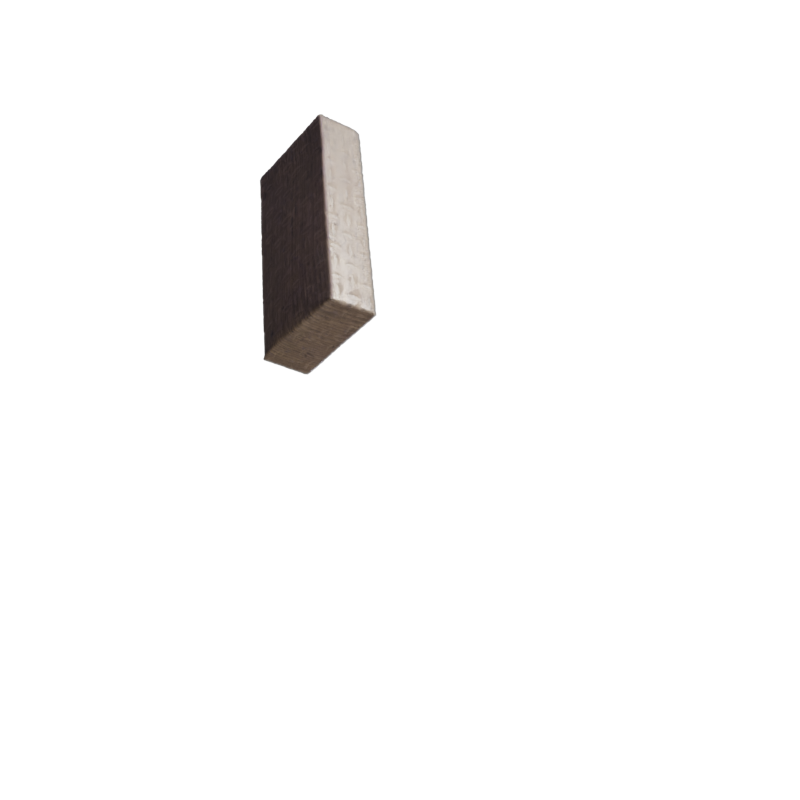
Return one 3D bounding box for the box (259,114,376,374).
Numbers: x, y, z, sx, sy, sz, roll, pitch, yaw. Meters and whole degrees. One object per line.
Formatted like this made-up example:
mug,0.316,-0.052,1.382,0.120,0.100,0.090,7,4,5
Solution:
box,-0.065,-0.119,0.831,0.046,0.189,0.092,22,-42,-30
